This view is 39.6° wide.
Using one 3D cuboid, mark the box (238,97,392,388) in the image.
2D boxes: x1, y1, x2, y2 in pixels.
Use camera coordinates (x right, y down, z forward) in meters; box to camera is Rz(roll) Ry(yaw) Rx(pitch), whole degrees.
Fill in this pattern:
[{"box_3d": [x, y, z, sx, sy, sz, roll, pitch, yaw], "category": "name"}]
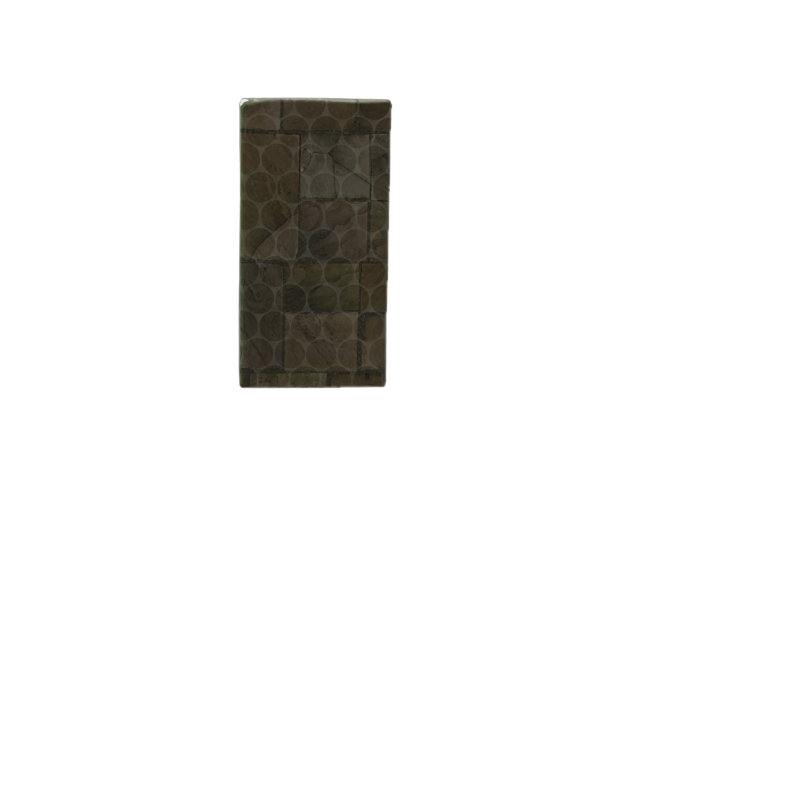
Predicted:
[{"box_3d": [-0.054, -0.097, 0.683, 0.093, 0.172, 0.050, 0, 11, -5], "category": "box"}]
